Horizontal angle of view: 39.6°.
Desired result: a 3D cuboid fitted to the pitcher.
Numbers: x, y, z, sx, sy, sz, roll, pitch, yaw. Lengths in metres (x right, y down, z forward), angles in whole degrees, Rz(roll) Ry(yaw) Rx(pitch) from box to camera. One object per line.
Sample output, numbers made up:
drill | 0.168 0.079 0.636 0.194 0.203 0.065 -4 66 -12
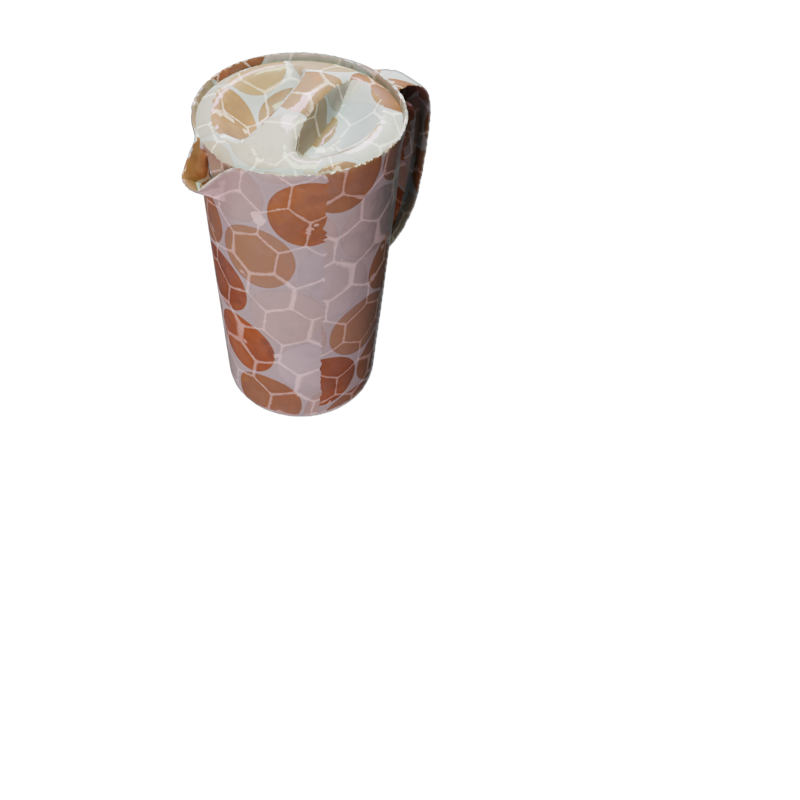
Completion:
pitcher | -0.059 -0.108 0.760 0.150 0.155 0.226 4 -44 1
